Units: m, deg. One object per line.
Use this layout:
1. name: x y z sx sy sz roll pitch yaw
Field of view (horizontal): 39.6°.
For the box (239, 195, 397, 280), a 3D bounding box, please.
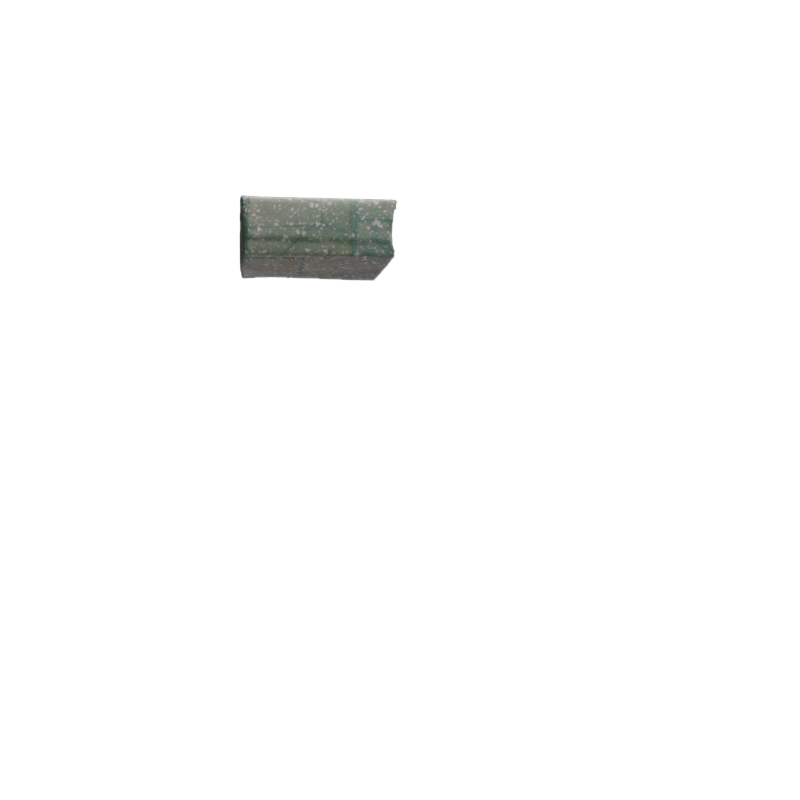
1. box: -0.053 -0.097 0.677 0.089 0.039 0.113 0 0 -6
